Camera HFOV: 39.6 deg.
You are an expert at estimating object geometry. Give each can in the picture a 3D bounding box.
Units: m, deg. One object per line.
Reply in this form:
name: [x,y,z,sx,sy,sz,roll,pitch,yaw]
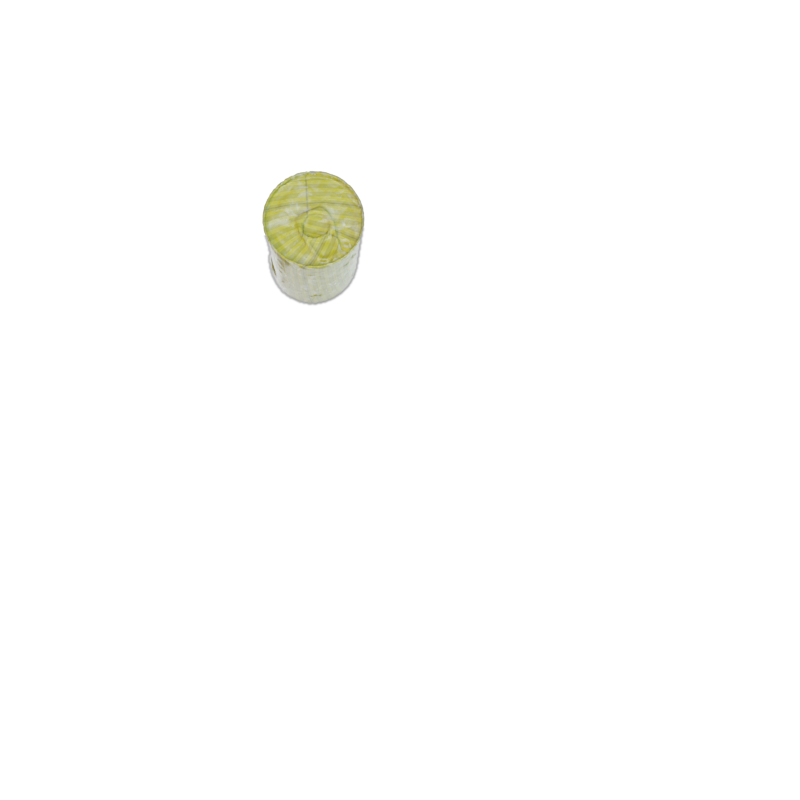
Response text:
can: [-0.061,-0.112,0.784,0.068,0.071,0.099,0,-13,-3]
